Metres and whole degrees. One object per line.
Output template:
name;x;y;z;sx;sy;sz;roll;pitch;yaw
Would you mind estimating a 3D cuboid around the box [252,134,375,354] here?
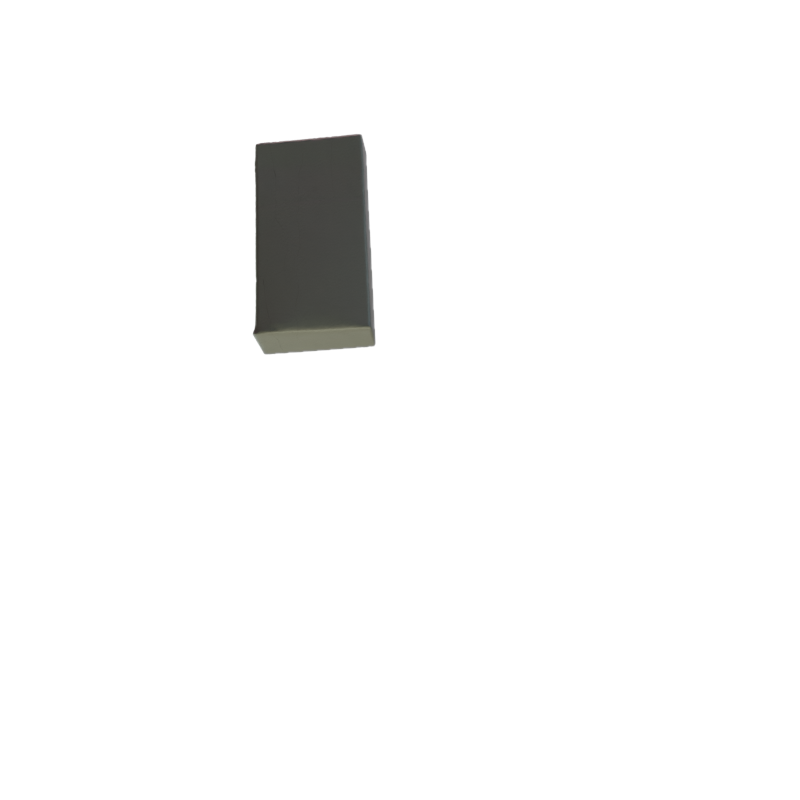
box;-0.070;-0.128;0.900;0.094;0.187;0.045;-5;-28;6
